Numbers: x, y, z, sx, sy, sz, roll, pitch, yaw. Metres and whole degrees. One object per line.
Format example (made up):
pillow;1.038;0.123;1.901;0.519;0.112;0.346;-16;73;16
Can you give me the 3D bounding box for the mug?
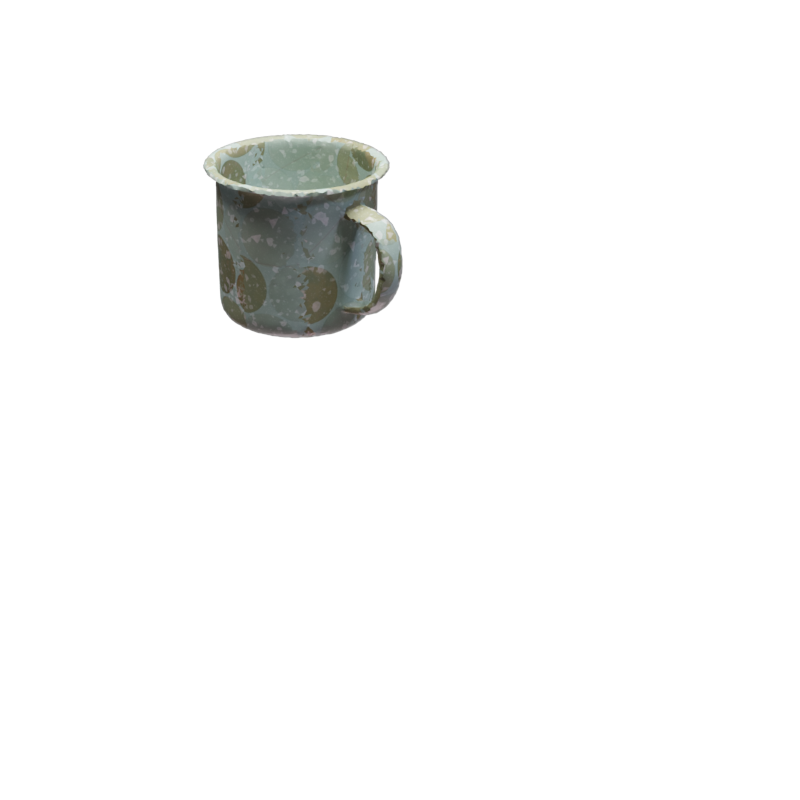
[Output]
mug;-0.044;-0.080;0.563;0.125;0.077;0.092;24;35;37
